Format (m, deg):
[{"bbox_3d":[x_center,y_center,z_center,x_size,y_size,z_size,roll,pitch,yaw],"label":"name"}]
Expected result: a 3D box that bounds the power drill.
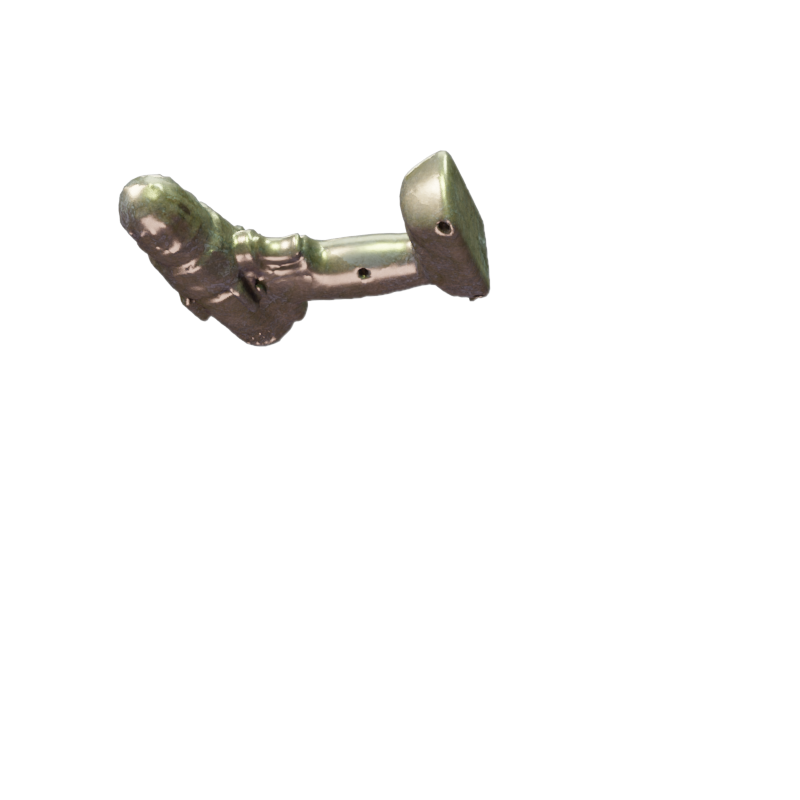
[{"bbox_3d":[-0.051,-0.094,0.656,0.191,0.060,0.172,-7,-21,18],"label":"power drill"}]
